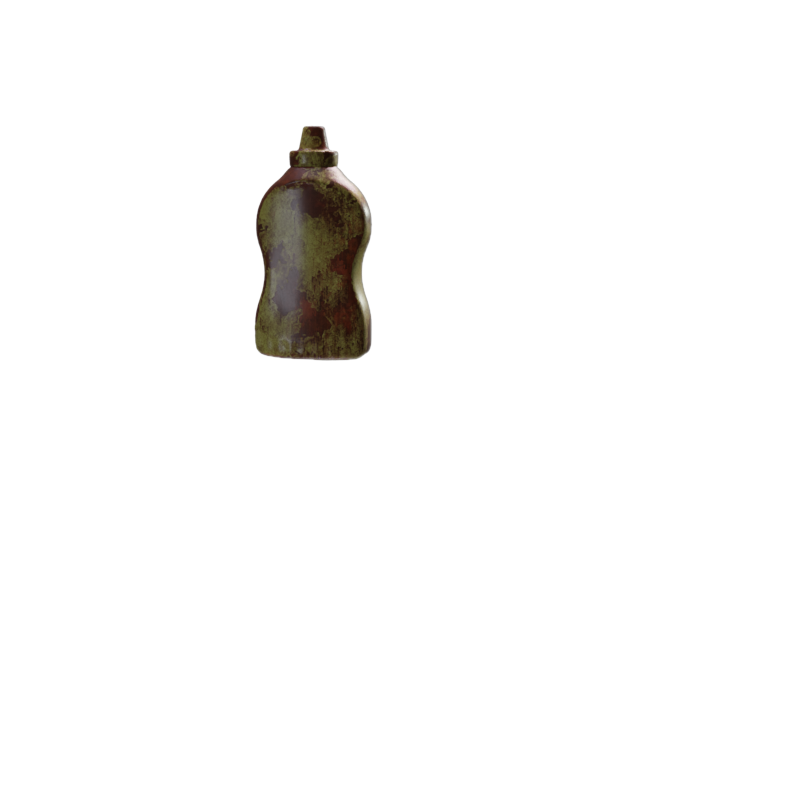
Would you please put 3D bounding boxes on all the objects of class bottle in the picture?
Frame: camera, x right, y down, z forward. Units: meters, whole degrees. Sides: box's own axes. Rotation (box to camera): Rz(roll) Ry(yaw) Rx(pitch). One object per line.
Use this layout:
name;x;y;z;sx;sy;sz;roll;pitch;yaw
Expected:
bottle;-0.072;-0.132;0.925;0.098;0.190;0.058;2;5;16
